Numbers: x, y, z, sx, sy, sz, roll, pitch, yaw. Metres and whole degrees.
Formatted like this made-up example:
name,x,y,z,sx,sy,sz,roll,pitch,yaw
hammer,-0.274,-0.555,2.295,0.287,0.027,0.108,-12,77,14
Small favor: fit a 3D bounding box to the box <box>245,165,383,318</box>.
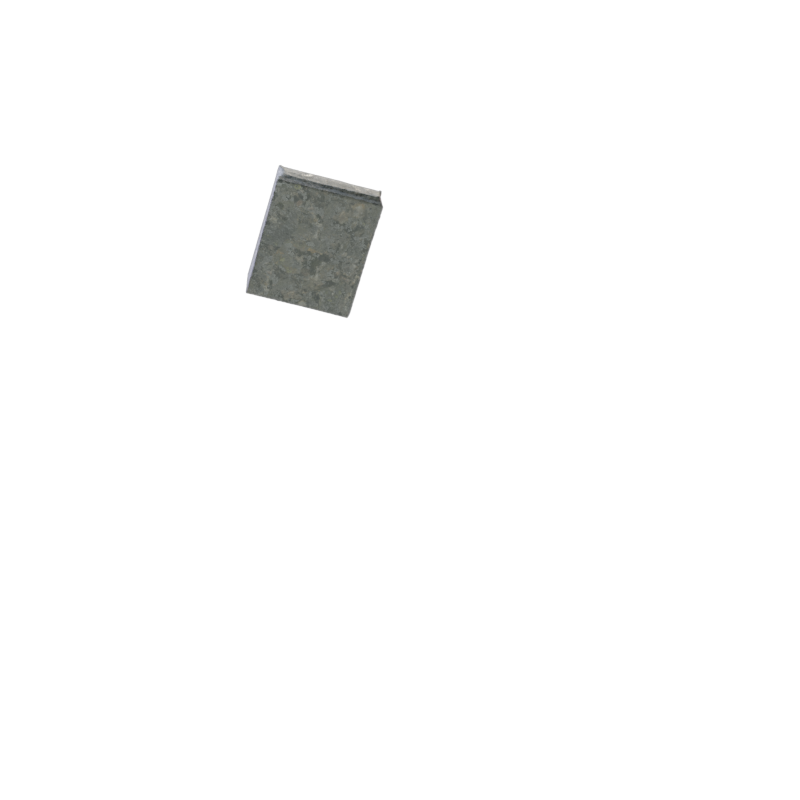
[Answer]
name,x,y,z,sx,sy,sz,roll,pitch,yaw
box,-0.058,-0.107,0.747,0.072,0.086,0.032,14,25,-7
